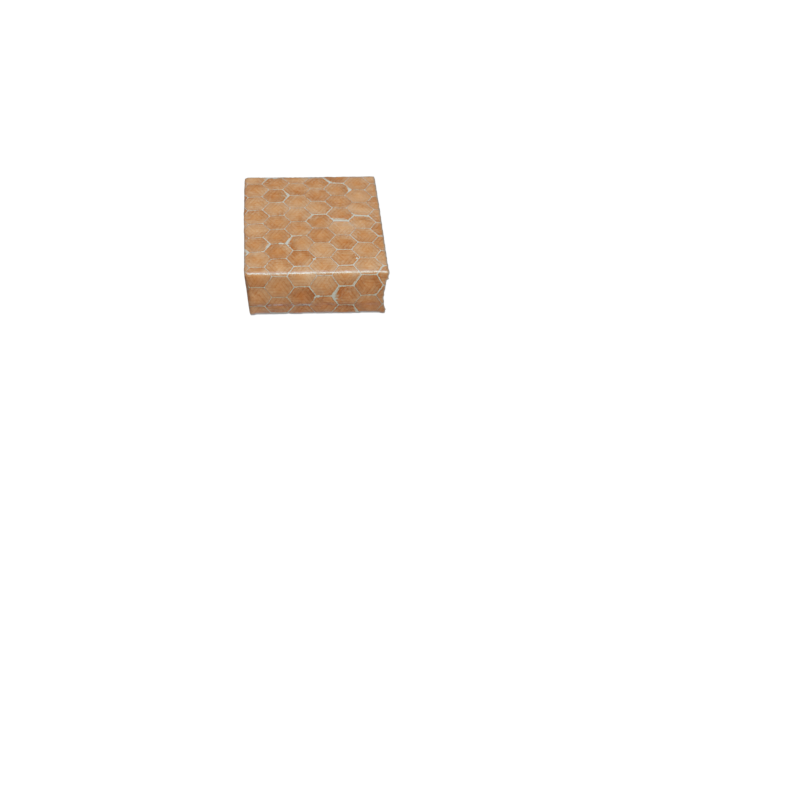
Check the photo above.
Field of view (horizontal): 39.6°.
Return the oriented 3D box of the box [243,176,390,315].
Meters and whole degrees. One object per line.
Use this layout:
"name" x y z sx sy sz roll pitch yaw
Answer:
"box" -0.057 -0.104 0.726 0.089 0.036 0.122 -3 43 -4
